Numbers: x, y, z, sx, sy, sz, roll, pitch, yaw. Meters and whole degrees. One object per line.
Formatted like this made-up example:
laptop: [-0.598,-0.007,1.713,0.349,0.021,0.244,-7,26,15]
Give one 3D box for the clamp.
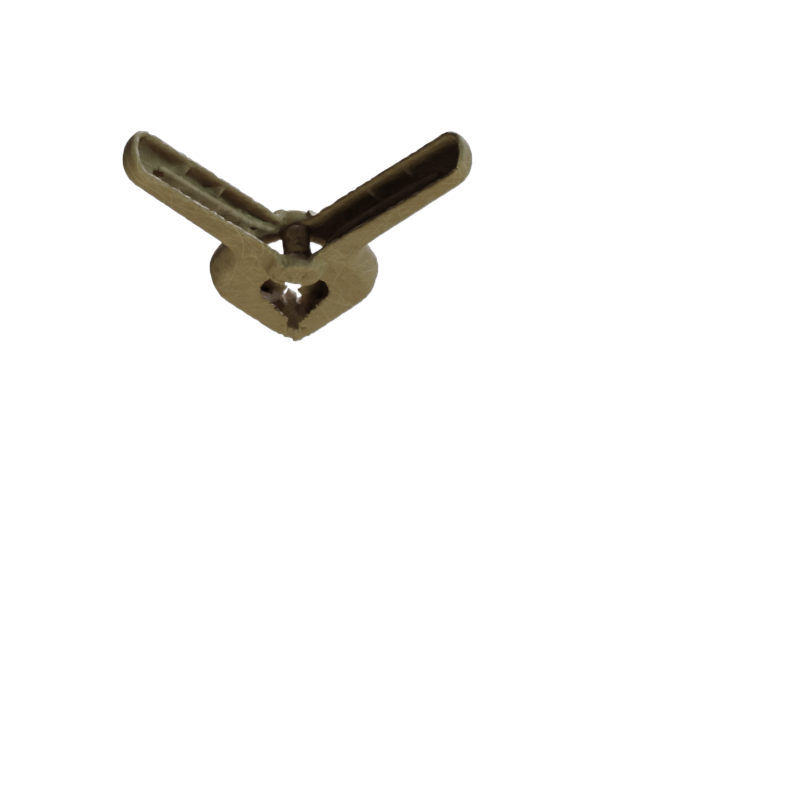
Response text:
clamp: [-0.047,-0.086,0.599,0.165,0.038,0.198,-1,-21,2]
